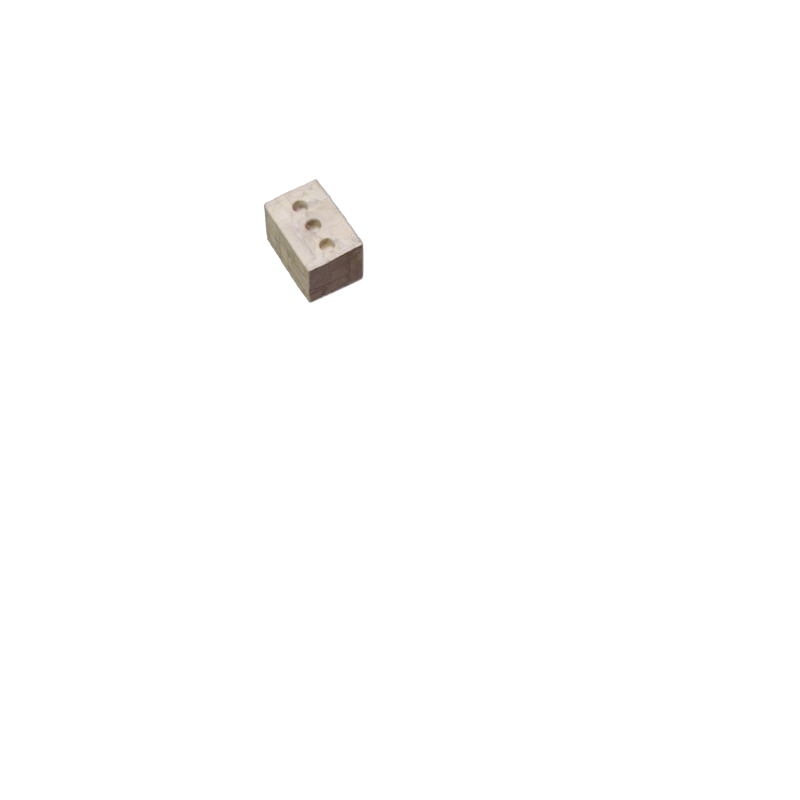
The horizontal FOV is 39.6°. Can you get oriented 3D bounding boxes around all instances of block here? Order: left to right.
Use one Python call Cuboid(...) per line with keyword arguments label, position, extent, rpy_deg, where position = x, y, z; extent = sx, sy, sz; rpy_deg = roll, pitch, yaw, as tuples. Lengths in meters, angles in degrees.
Cuboid(label="block", position=(-0.072, -0.131, 0.915), extent=(0.053, 0.083, 0.048), rpy_deg=(-27, -27, -17))
